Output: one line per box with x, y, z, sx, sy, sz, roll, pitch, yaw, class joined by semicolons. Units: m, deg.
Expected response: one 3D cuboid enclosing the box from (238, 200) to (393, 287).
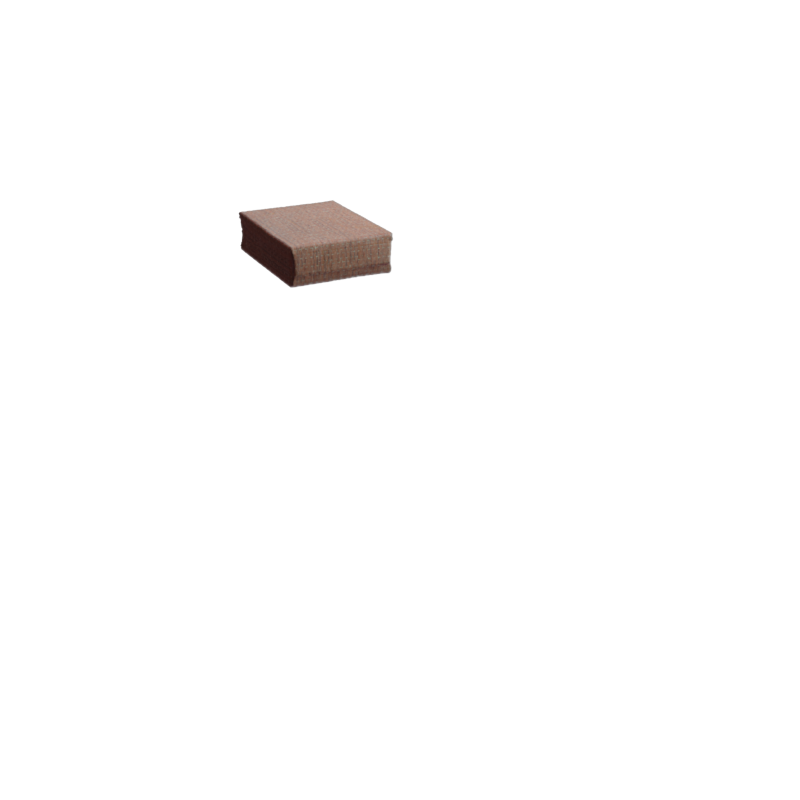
-0.071;-0.130;0.908;0.088;0.037;0.121;-10;24;-25;box
